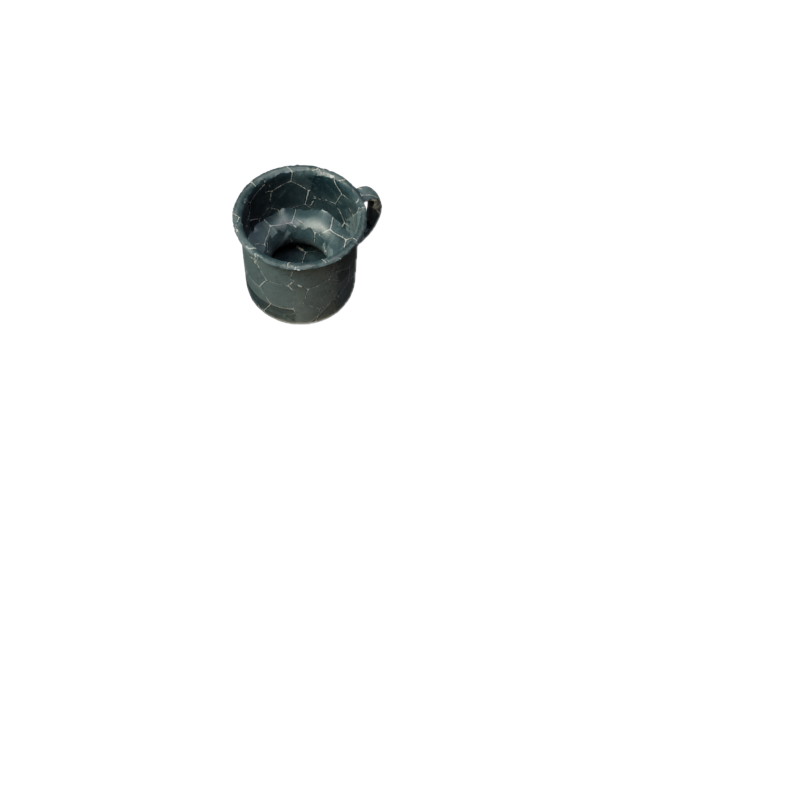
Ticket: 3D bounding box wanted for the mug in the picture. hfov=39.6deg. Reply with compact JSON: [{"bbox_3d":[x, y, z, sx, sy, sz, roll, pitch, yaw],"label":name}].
[{"bbox_3d":[-0.063,-0.114,0.800,0.117,0.099,0.076,-34,-27,-22],"label":"mug"}]
